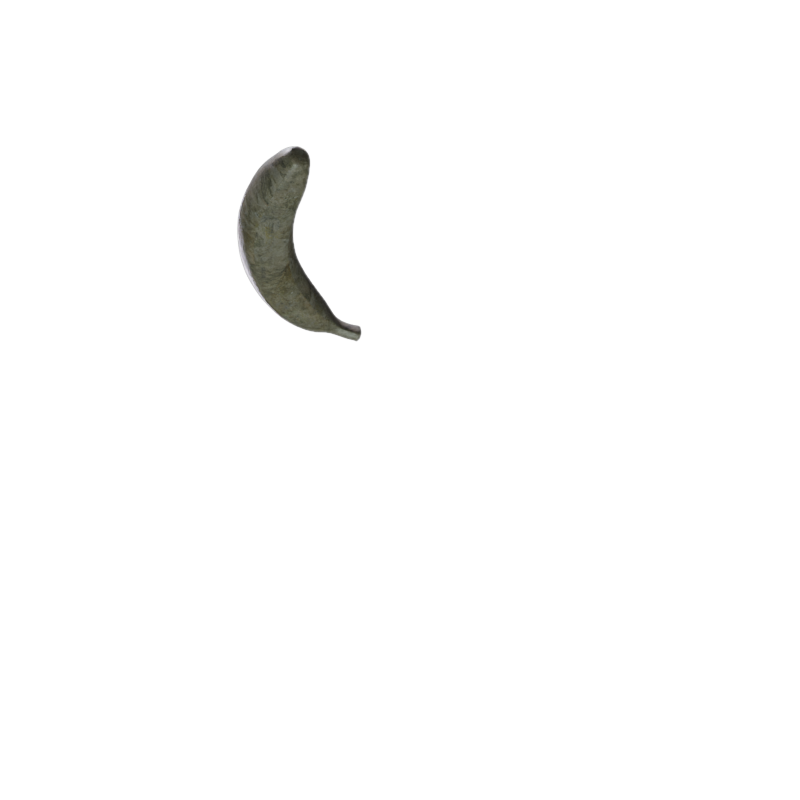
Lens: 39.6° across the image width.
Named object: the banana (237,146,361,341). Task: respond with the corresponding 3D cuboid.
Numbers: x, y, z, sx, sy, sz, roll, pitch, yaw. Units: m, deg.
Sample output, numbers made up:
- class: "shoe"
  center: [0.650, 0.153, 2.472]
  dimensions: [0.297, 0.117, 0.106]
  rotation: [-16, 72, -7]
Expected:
- class: "banana"
  center: [-0.076, -0.103, 0.755]
  dimensions: [0.070, 0.039, 0.183]
  rotation: [-6, -34, 8]
